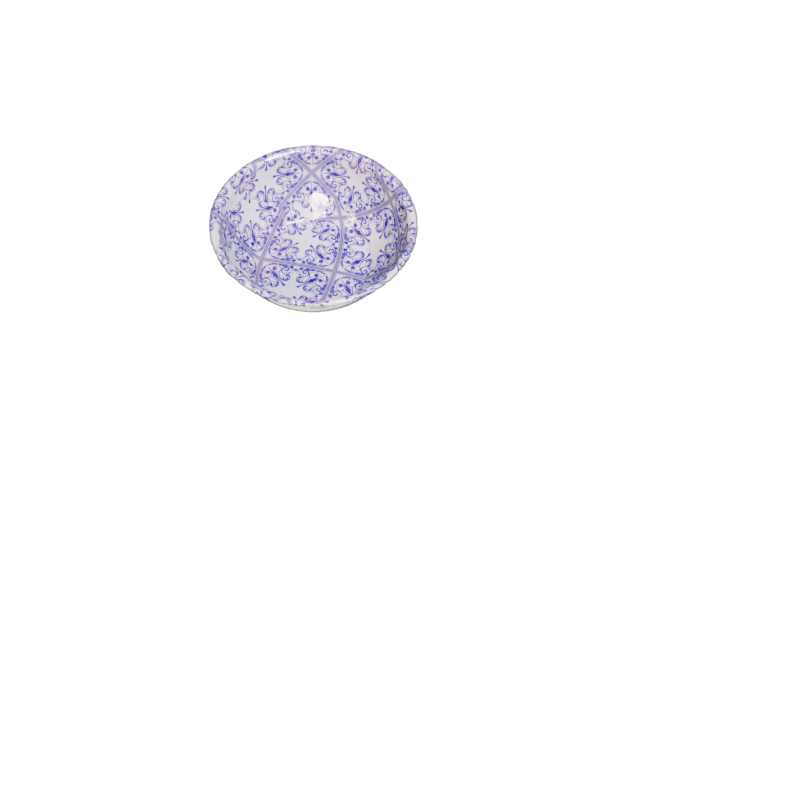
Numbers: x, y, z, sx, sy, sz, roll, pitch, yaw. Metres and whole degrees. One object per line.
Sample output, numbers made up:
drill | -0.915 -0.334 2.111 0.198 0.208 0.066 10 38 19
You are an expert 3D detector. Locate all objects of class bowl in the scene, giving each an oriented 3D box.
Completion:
bowl | -0.069 -0.125 0.877 0.162 0.174 0.051 -1 -36 -1
